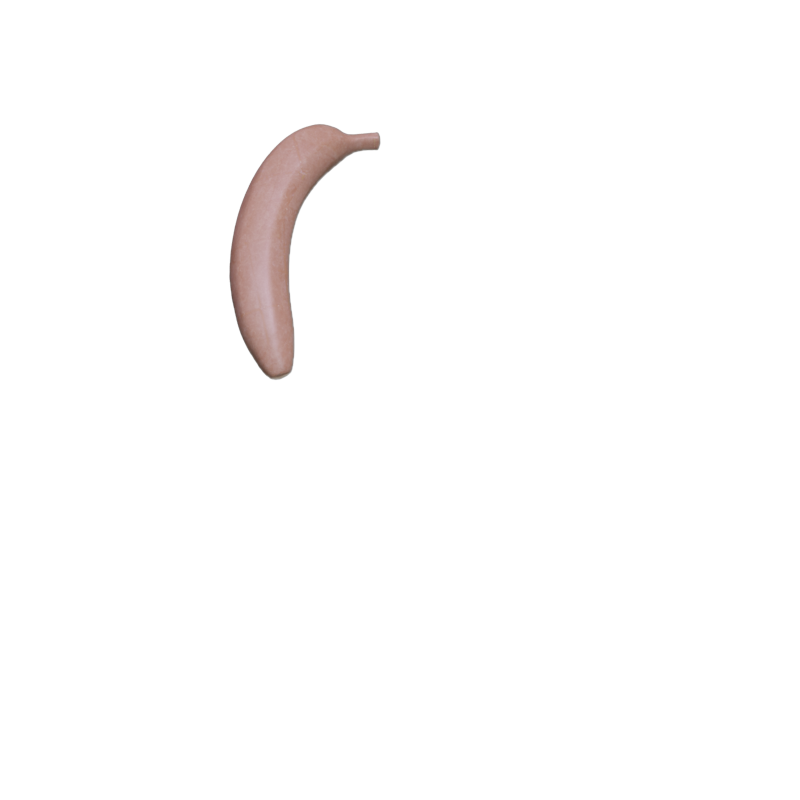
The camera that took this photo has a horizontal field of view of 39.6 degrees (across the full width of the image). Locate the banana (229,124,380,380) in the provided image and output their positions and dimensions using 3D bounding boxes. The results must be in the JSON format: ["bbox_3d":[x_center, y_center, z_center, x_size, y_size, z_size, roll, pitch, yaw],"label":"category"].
[{"bbox_3d":[-0.072,-0.109,0.707,0.071,0.207,0.035,15,-28,7],"label":"banana"}]
